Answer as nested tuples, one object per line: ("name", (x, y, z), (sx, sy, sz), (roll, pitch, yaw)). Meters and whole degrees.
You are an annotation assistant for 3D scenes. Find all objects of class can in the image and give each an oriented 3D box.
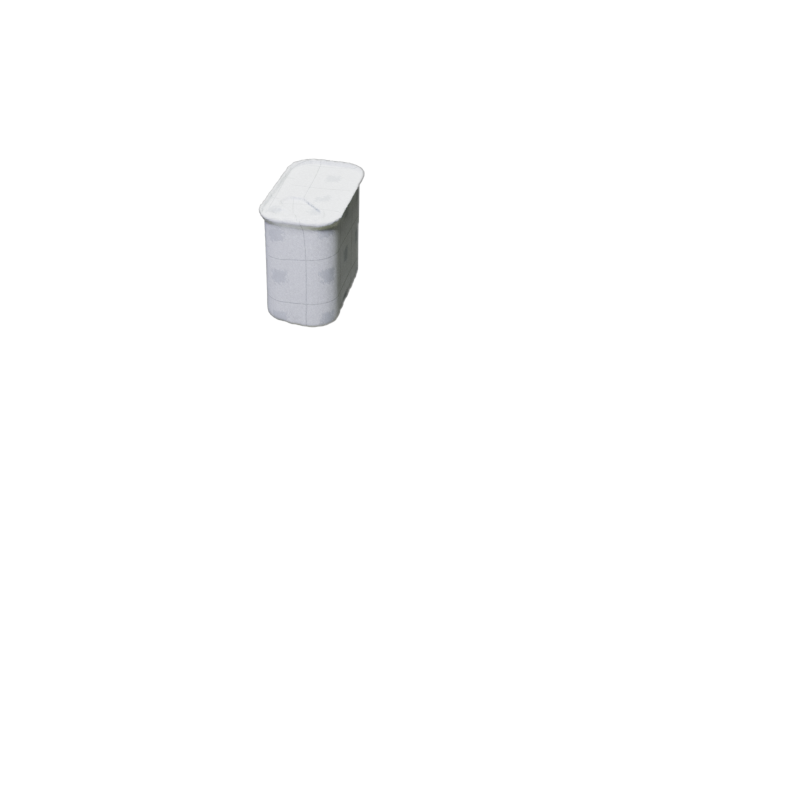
("can", (-0.062, -0.113, 0.790), (0.058, 0.079, 0.106), (8, 33, 9))
